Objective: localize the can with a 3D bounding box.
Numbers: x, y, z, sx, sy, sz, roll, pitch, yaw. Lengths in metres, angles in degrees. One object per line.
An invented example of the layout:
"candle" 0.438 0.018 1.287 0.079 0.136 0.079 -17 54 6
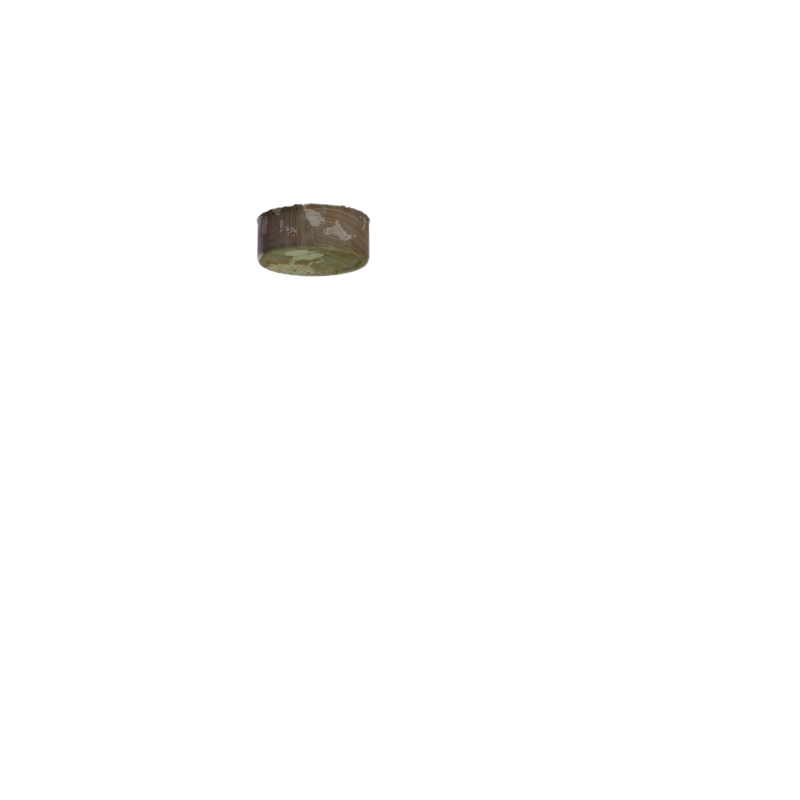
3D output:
"can" -0.065 -0.119 0.834 0.086 0.035 0.083 0 -10 -2
